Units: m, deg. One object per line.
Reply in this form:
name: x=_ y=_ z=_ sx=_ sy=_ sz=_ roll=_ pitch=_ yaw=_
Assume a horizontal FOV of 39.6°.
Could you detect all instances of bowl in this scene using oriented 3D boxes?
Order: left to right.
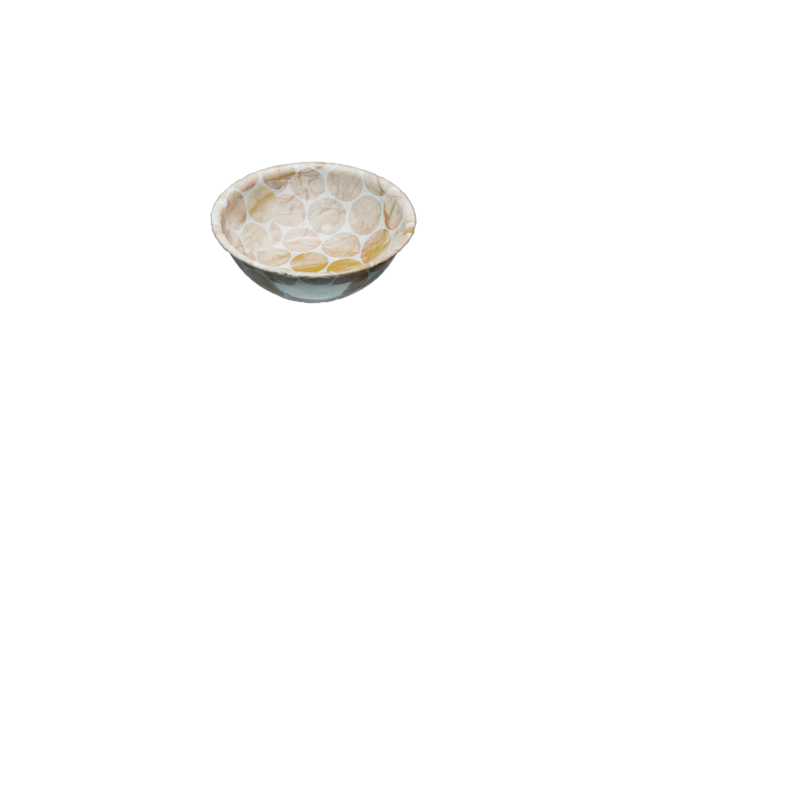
bowl: x=-0.069 y=-0.126 z=0.884 sx=0.162 sy=0.051 sz=0.174 roll=-1 pitch=40 yaw=-2
